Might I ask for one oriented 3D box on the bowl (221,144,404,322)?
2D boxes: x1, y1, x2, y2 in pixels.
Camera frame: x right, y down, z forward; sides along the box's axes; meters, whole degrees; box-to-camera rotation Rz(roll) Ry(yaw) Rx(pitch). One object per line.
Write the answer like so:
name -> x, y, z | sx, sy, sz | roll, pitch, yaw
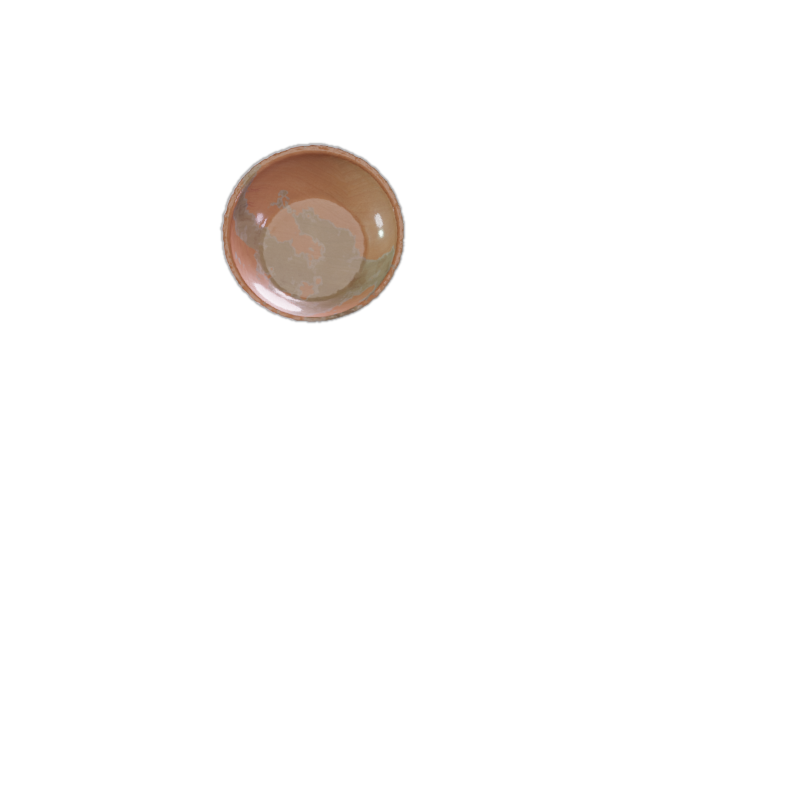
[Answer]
bowl -> -0.075, -0.137, 0.956 | 0.162, 0.157, 0.057 | 0, 15, -1
